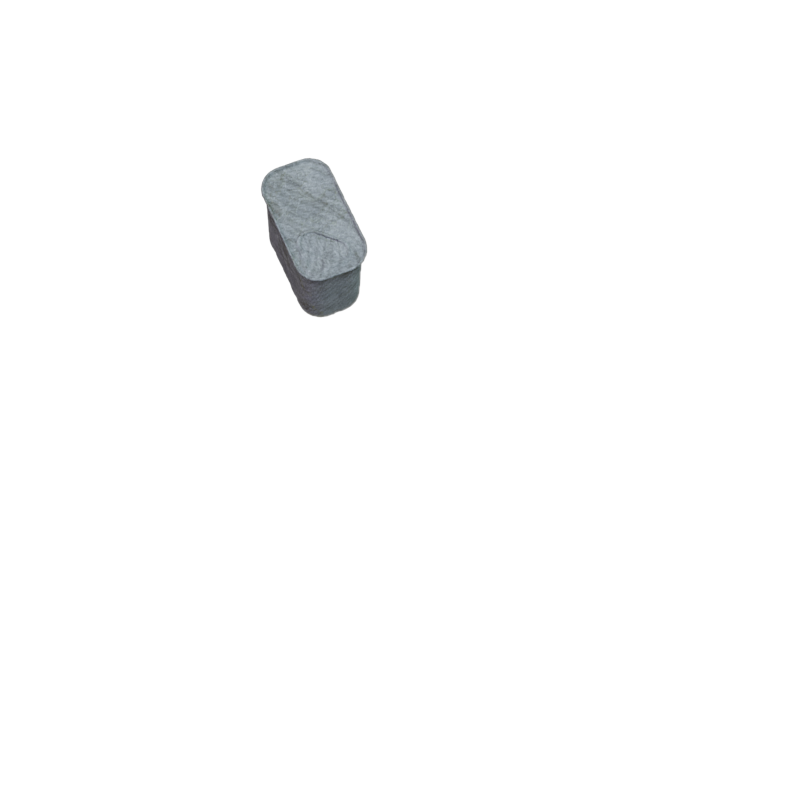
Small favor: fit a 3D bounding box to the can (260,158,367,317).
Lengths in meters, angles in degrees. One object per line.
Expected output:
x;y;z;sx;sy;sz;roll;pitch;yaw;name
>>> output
-0.068;-0.125;0.874;0.057;0.108;0.079;-21;-21;-11;can
